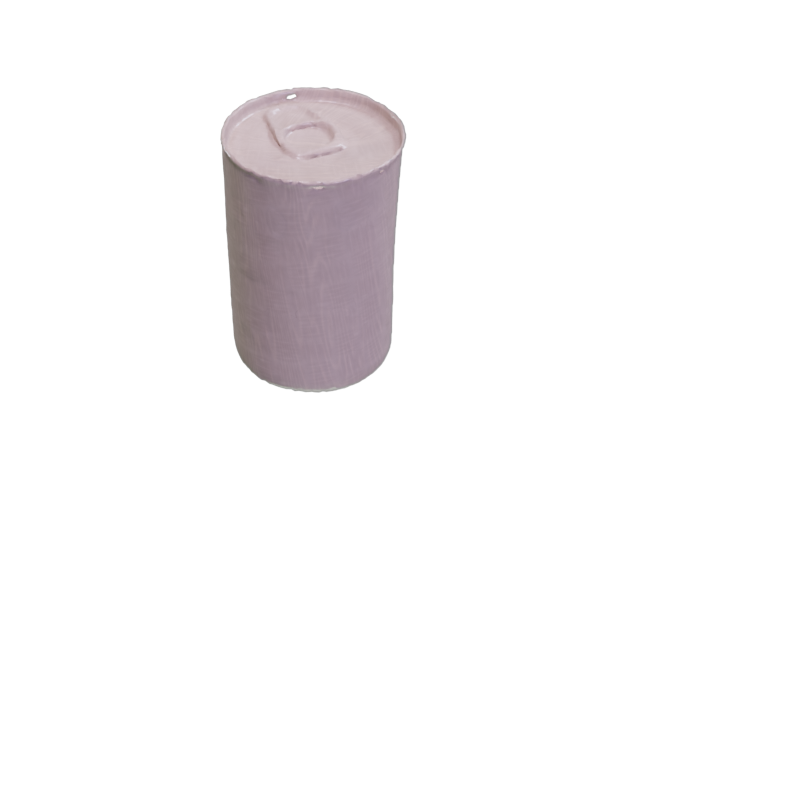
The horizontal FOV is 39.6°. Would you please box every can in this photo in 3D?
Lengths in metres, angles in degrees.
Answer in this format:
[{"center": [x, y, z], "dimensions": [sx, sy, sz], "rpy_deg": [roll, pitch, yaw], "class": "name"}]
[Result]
[{"center": [-0.034, -0.062, 0.435], "dimensions": [0.068, 0.095, 0.073], "rpy_deg": [0, 41, -3], "class": "can"}]
